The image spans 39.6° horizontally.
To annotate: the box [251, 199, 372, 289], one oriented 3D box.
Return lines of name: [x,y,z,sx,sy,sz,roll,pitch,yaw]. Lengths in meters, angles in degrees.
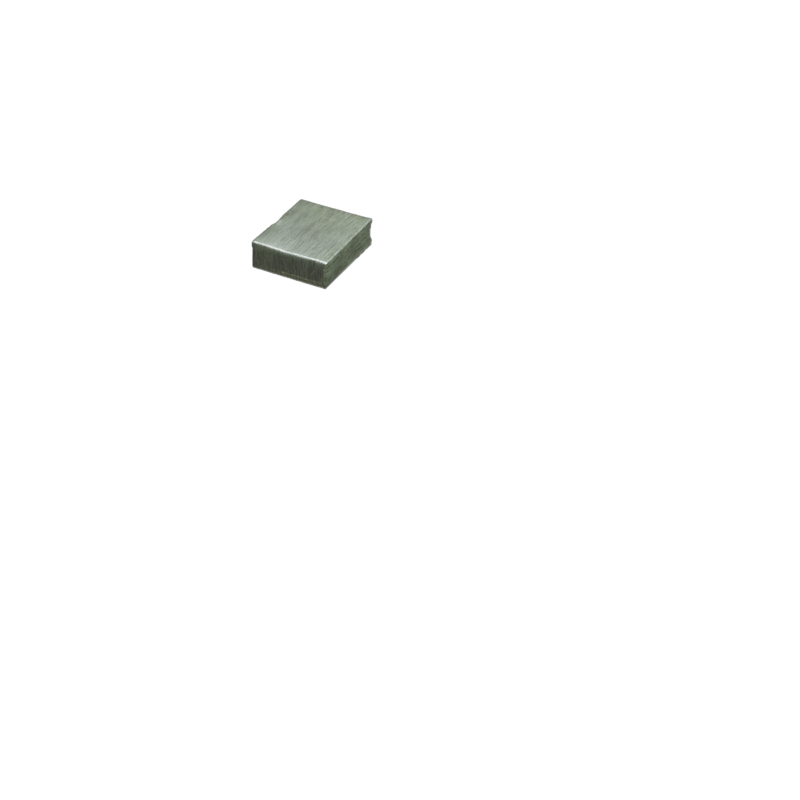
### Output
box: [-0.075,-0.137,0.960,0.076,0.028,0.091,17,40,21]
